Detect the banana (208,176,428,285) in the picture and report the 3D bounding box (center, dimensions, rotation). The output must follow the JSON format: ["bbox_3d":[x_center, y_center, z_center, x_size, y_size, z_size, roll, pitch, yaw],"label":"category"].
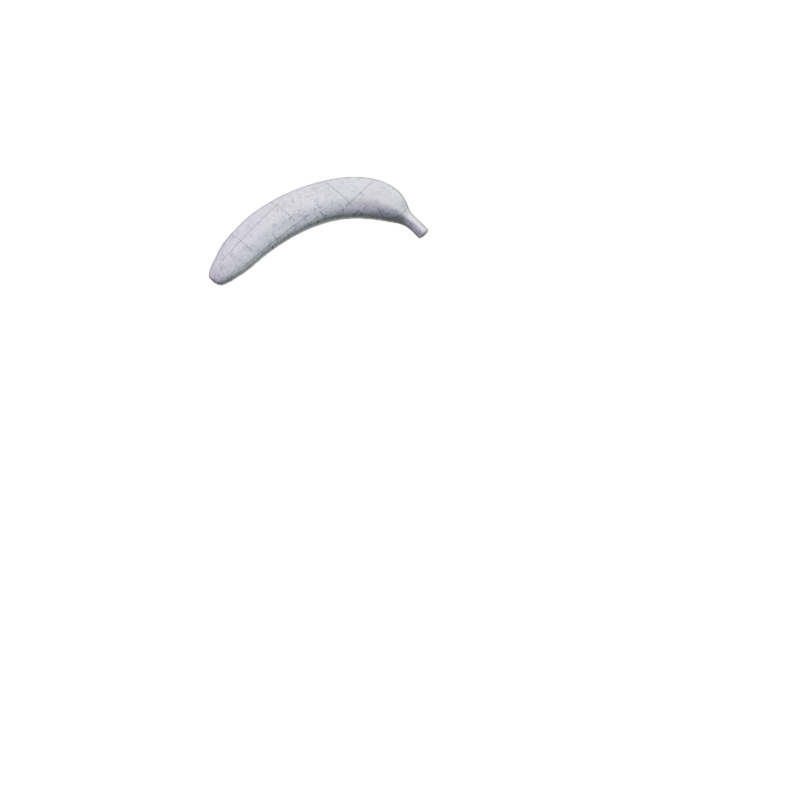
[{"bbox_3d":[-0.077,-0.156,0.973,0.197,0.074,0.035,-15,-21,-6],"label":"banana"}]
